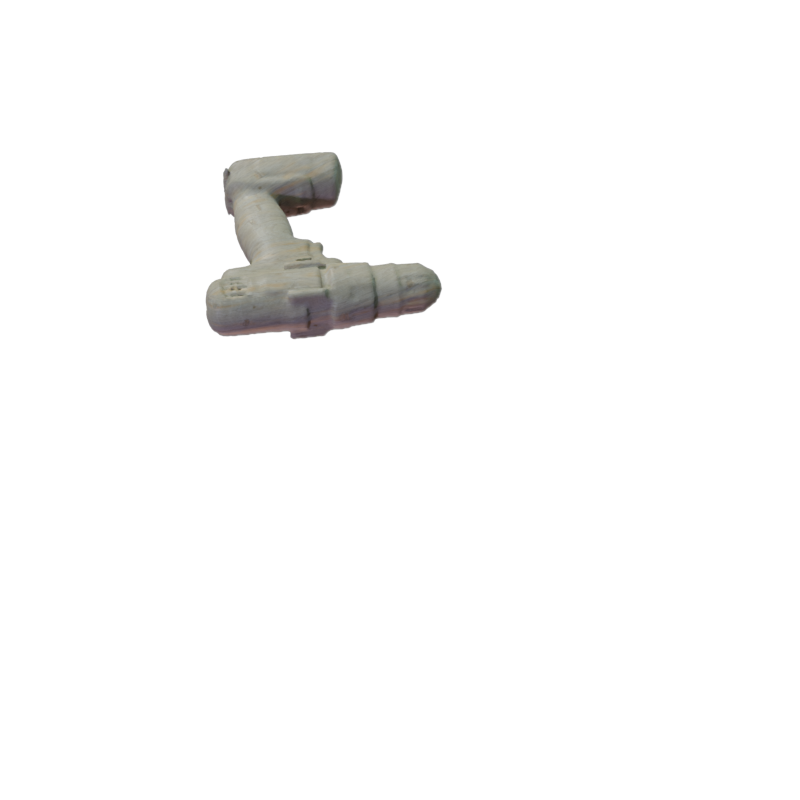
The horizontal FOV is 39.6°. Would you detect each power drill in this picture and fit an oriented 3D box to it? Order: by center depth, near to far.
[{"bbox_3d":[-0.072,-0.131,0.916,0.183,0.053,0.203,-6,43,-7],"label":"power drill"}]
